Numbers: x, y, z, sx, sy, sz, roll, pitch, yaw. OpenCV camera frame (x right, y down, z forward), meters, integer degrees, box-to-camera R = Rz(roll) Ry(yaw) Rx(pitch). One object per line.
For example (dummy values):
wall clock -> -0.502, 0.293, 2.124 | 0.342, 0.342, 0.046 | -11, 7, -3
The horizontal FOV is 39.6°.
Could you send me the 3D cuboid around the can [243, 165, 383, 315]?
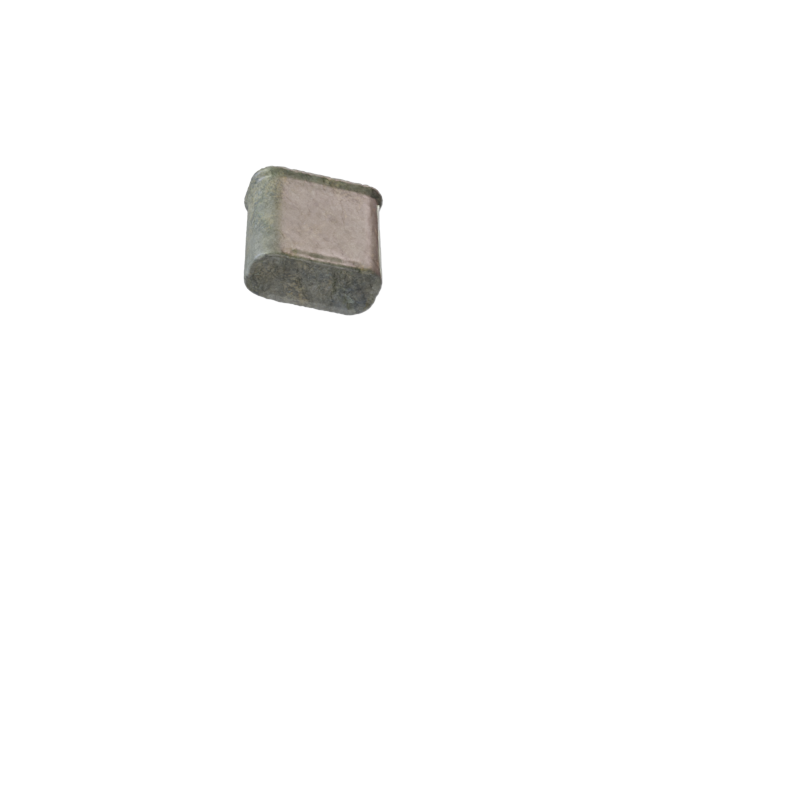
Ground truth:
can -> -0.063, -0.115, 0.807 | 0.099, 0.090, 0.055 | 10, -40, -14
